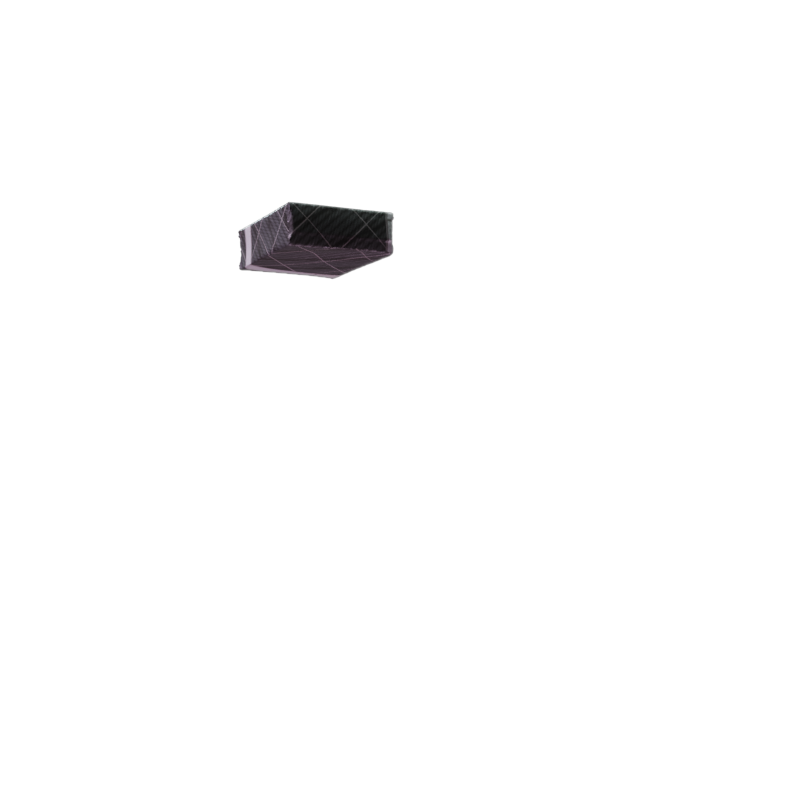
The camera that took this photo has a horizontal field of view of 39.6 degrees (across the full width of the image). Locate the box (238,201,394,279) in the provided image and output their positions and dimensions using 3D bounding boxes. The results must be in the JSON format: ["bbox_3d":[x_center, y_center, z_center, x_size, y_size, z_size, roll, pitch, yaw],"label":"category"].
[{"bbox_3d":[-0.069,-0.127,0.888,0.087,0.040,0.114,4,-8,-27],"label":"box"}]
